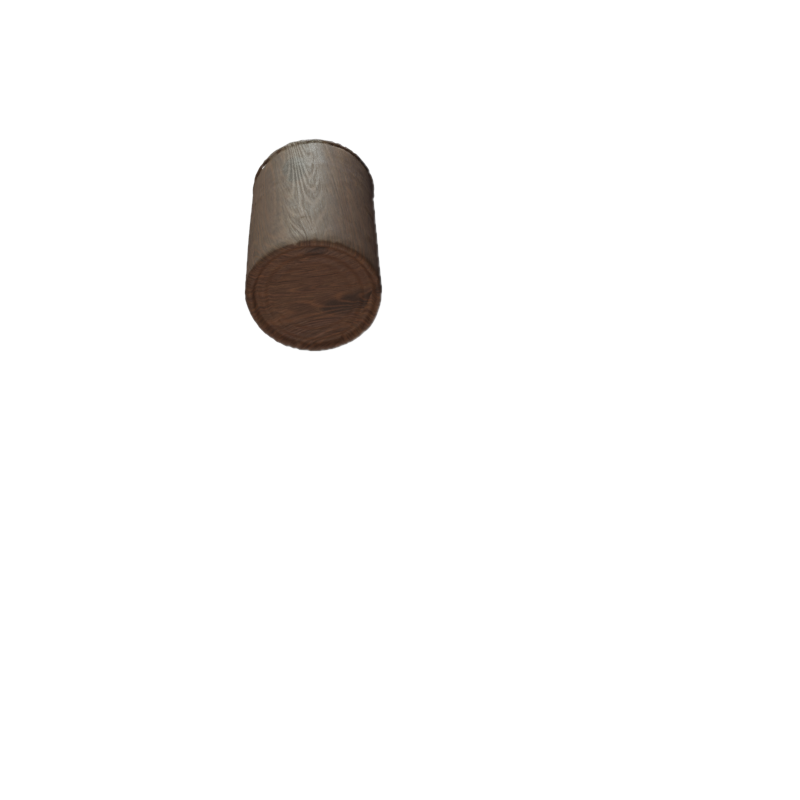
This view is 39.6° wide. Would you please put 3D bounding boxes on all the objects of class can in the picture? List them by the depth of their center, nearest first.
[{"bbox_3d":[-0.045,-0.082,0.575,0.068,0.064,0.109,-1,37,-3],"label":"can"}]
